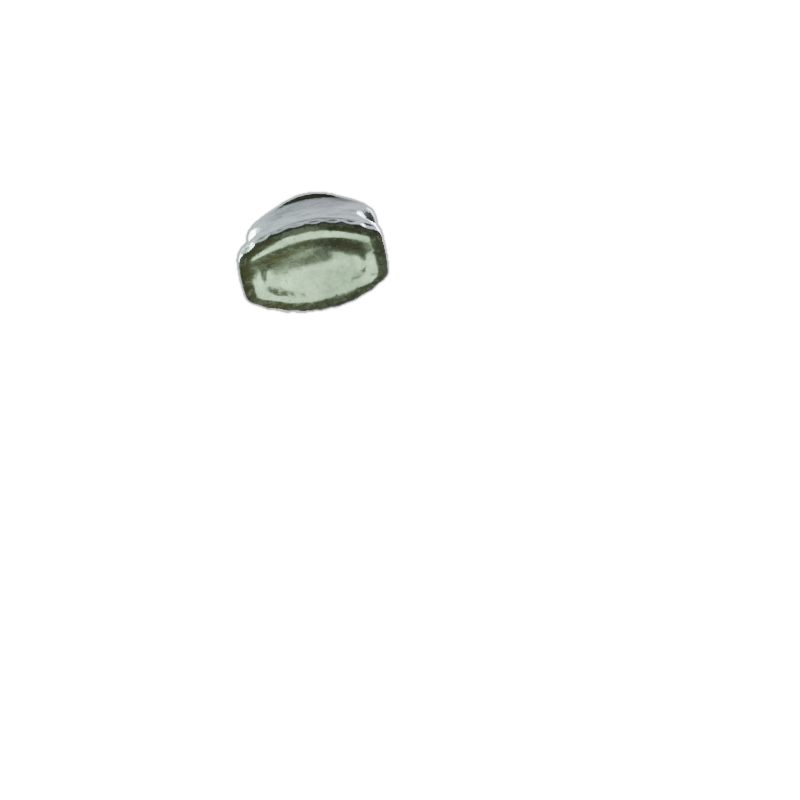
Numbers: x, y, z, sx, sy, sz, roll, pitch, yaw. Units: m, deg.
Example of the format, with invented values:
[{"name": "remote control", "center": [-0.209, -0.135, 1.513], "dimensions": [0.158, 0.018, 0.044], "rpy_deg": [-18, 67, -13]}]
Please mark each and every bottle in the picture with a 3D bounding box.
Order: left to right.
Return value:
[{"name": "bottle", "center": [-0.062, -0.113, 0.798], "dimensions": [0.096, 0.056, 0.199], "rpy_deg": [-12, 18, 0]}]
